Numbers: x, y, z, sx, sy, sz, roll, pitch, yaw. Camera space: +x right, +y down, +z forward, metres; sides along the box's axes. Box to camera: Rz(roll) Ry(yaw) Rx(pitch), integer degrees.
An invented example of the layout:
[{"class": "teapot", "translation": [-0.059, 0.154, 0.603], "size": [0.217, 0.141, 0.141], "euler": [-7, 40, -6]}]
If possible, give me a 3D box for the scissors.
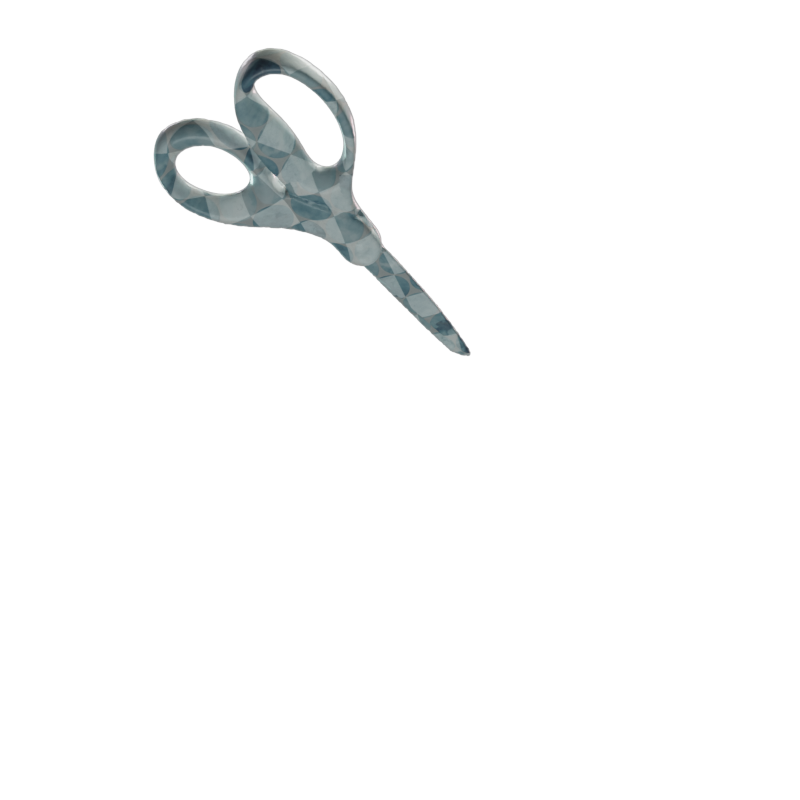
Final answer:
[{"class": "scissors", "translation": [-0.039, -0.072, 0.504], "size": [0.097, 0.017, 0.186], "euler": [-13, -44, 13]}]
